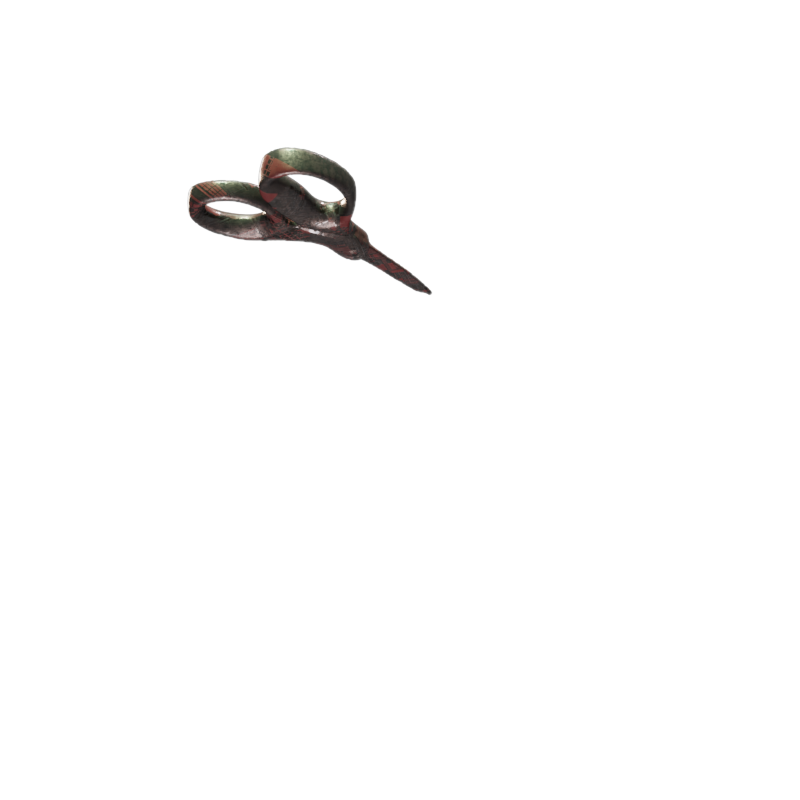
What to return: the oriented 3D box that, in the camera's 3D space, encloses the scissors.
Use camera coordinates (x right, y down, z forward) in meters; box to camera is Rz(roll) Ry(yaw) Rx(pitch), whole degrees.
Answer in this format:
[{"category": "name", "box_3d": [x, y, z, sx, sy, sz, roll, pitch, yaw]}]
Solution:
[{"category": "scissors", "box_3d": [-0.048, -0.088, 0.615, 0.098, 0.016, 0.190, -4, -16, 13]}]
